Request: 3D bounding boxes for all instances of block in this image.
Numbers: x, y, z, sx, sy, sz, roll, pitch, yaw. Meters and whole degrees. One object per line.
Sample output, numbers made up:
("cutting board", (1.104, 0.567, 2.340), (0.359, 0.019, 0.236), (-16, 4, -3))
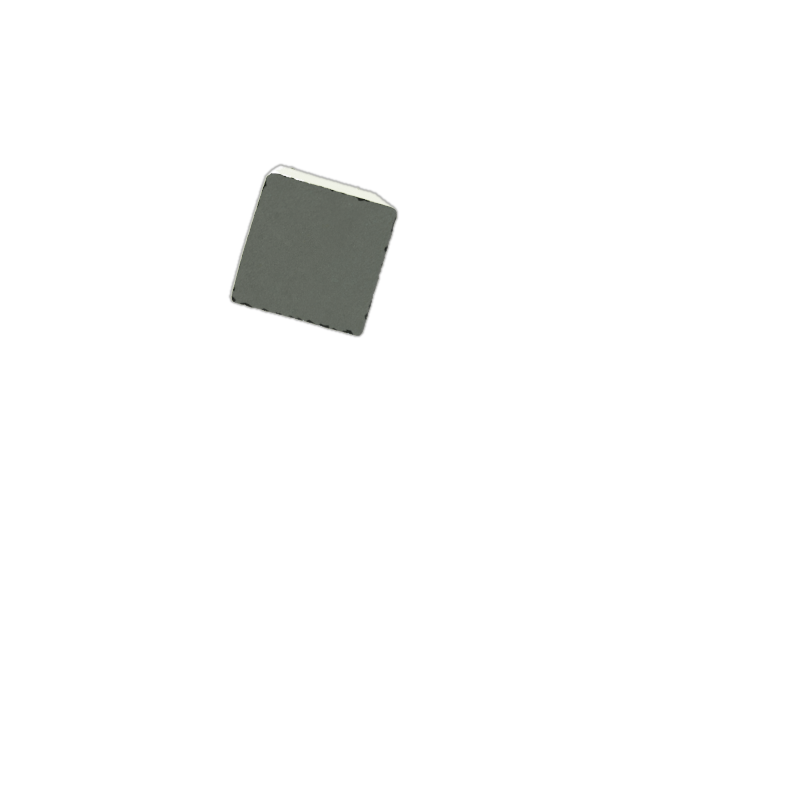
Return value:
("block", (-0.064, -0.117, 0.813), (0.090, 0.089, 0.211), (16, 10, -7))
